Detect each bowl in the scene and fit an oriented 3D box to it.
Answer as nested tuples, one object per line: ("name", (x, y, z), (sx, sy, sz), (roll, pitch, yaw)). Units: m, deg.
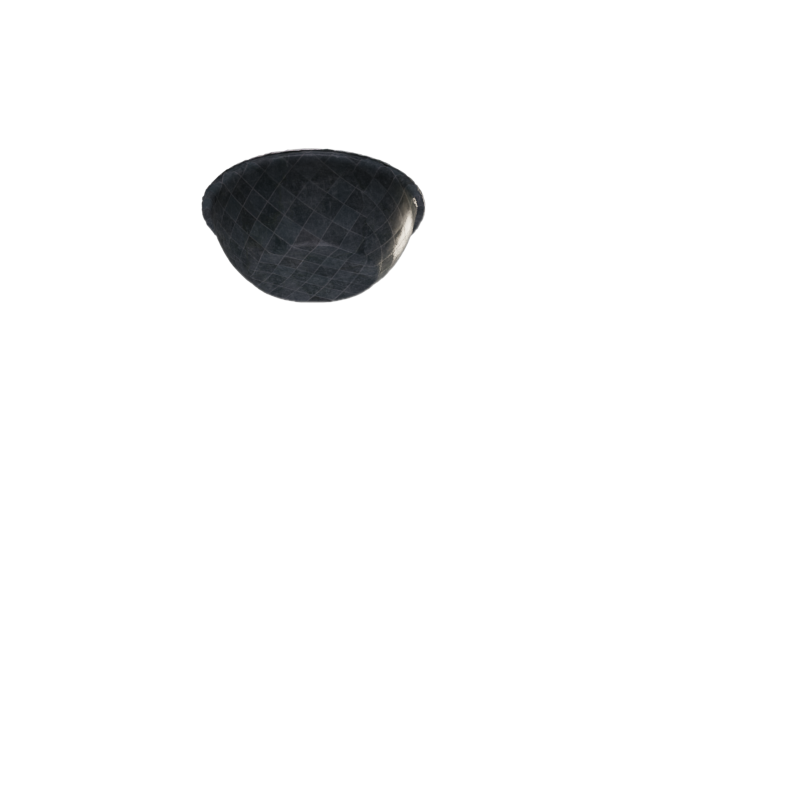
("bowl", (-0.062, -0.113, 0.790), (0.162, 0.058, 0.154), (1, -23, -2))
